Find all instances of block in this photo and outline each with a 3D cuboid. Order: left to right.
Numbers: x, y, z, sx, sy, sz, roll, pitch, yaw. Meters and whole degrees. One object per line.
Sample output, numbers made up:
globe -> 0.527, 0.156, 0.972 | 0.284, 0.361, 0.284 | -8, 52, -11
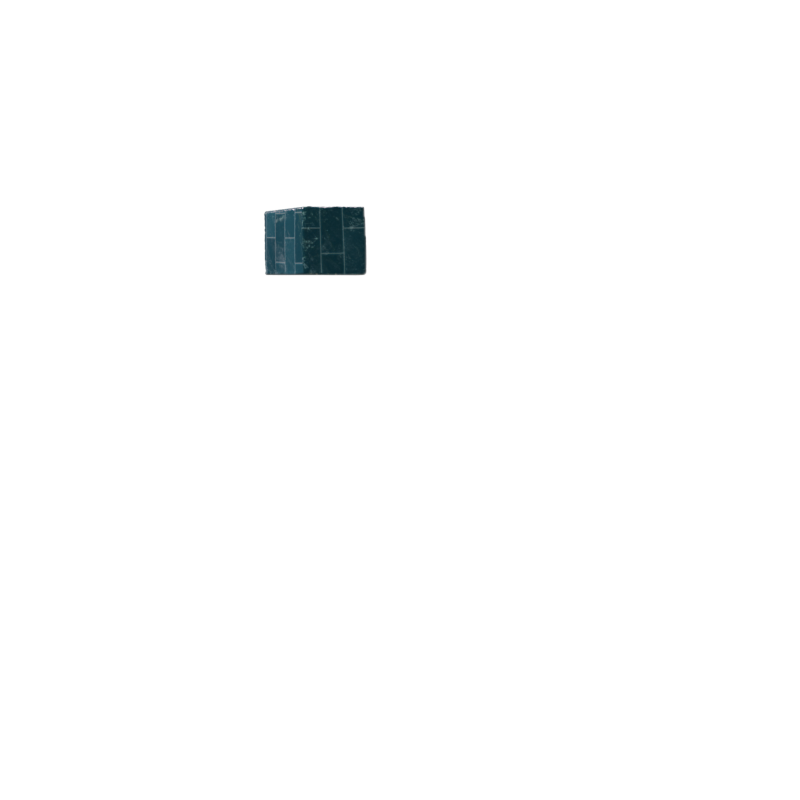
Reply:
block -> -0.066, -0.121, 0.846 | 0.051, 0.051, 0.081 | -1, 4, -28
